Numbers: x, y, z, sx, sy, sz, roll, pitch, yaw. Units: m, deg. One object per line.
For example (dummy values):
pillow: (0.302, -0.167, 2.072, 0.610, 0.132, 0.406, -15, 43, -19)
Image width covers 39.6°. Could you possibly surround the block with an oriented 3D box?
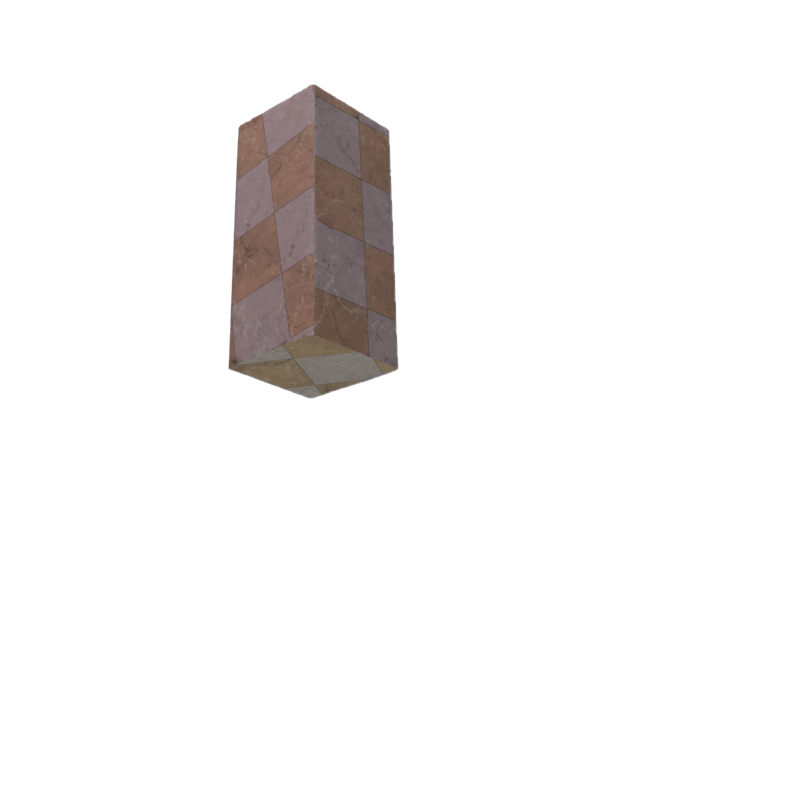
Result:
block: (-0.066, -0.119, 0.838, 0.091, 0.218, 0.085, -23, -33, 36)
